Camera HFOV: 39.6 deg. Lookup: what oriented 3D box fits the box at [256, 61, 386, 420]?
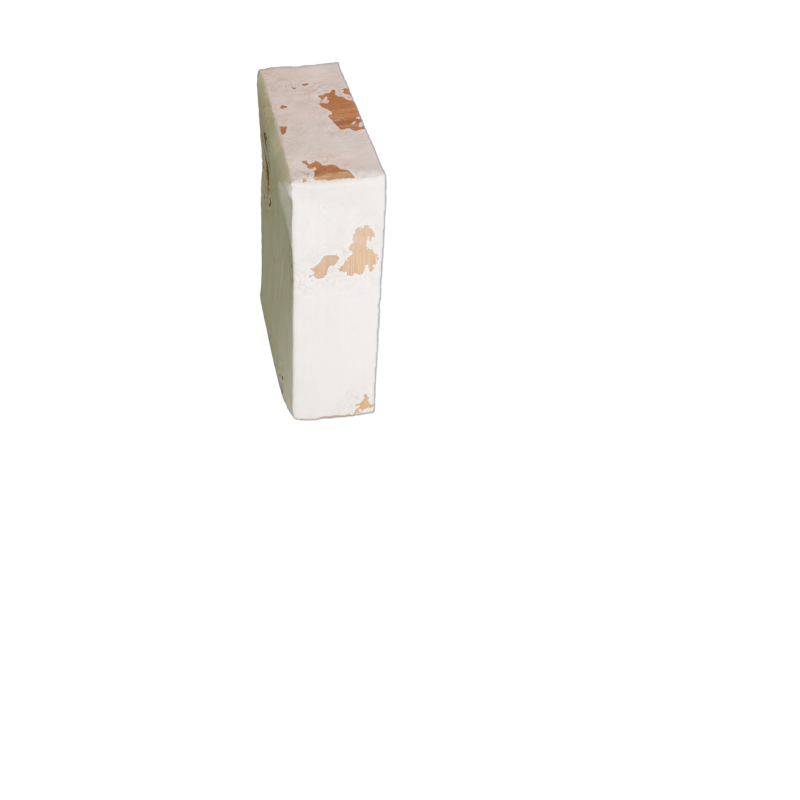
[{"bbox_3d":[-0.064,-0.118,0.824,0.071,0.200,0.177,-6,40,-11],"label":"box"}]
